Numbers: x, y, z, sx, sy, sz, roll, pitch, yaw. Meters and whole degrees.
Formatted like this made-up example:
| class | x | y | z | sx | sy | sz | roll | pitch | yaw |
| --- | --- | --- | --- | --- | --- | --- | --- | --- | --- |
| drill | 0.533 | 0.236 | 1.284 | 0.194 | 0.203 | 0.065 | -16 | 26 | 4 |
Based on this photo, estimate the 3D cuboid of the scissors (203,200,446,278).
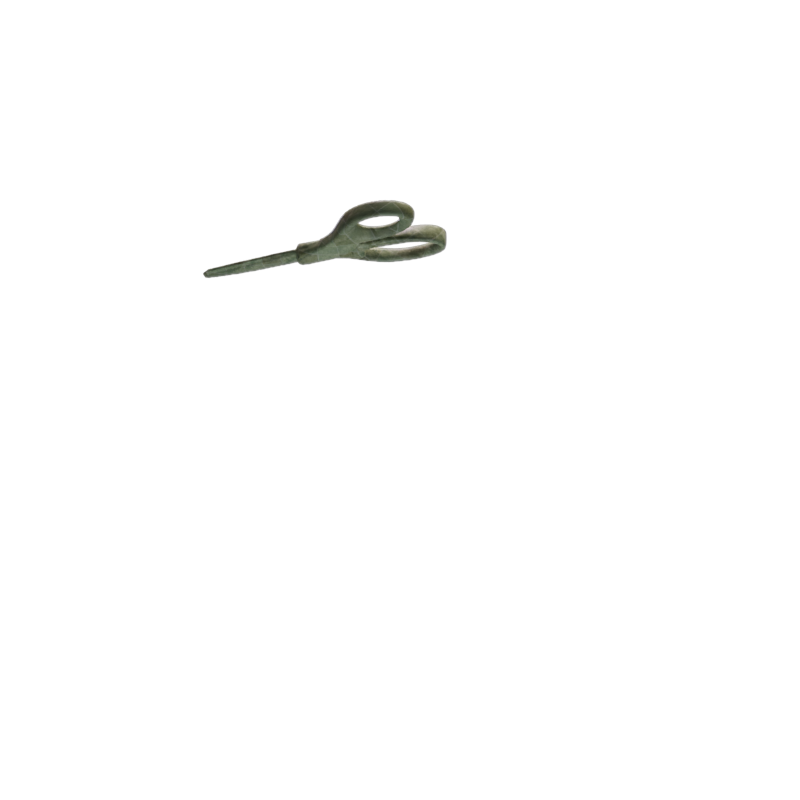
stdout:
| class | x | y | z | sx | sy | sz | roll | pitch | yaw |
| --- | --- | --- | --- | --- | --- | --- | --- | --- | --- |
| scissors | -0.067 | -0.121 | 0.851 | 0.204 | 0.017 | 0.090 | -3 | -19 | 10 |
